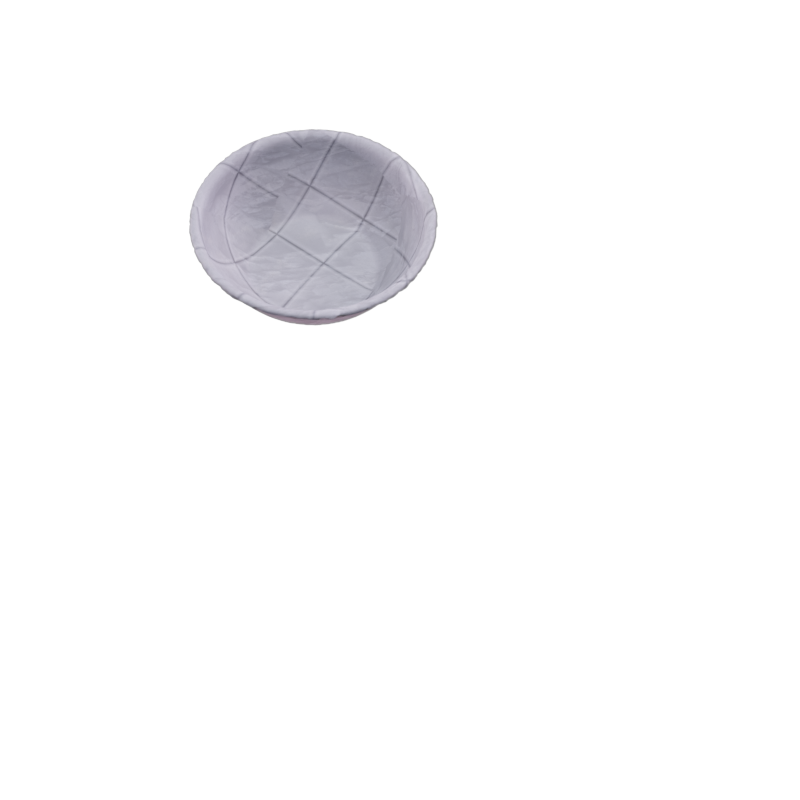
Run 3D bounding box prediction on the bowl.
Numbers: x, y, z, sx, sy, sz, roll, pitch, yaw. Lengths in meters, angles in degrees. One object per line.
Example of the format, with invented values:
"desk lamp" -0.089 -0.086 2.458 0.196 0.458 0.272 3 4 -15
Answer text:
"bowl" -0.058 -0.106 0.741 0.162 0.174 0.051 -1 -36 -1
